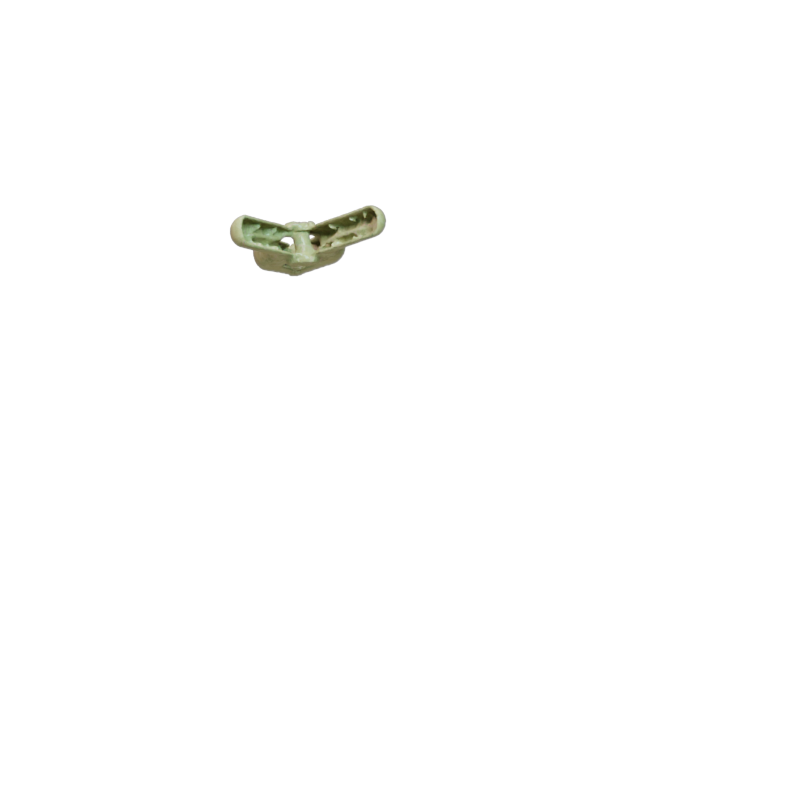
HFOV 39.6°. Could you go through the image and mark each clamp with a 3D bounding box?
[{"bbox_3d":[-0.072,-0.132,0.923,0.120,0.040,0.169,0,0,0],"label":"clamp"}]
